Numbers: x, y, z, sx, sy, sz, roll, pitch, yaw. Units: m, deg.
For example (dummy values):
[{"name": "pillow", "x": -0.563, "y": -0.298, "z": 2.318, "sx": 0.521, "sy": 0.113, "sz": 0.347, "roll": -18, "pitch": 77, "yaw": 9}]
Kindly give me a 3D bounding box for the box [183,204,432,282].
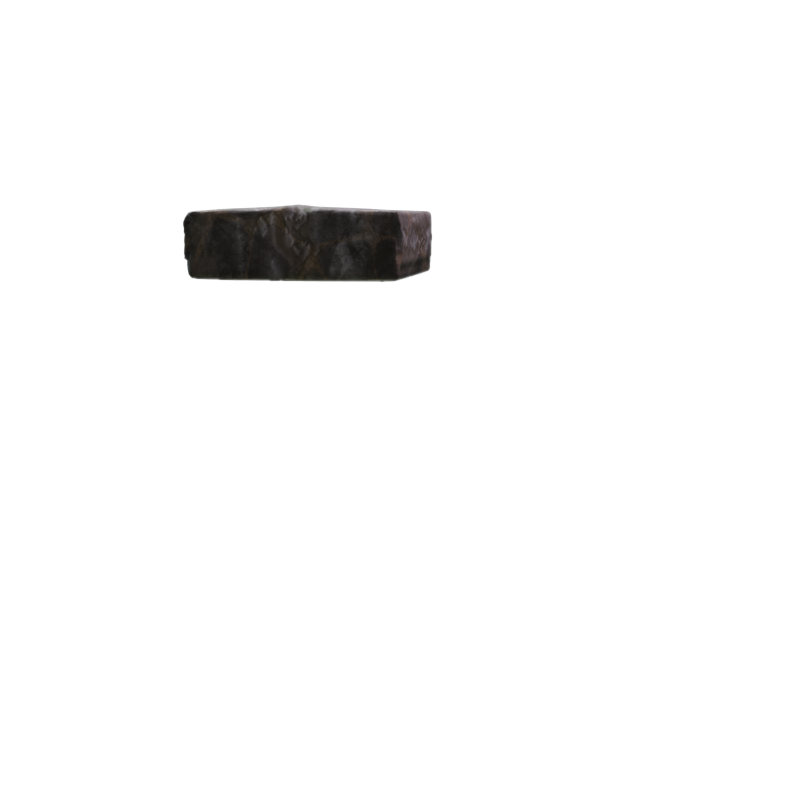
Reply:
[{"name": "box", "x": -0.037, "y": -0.066, "z": 0.465, "sx": 0.091, "sy": 0.030, "sz": 0.072, "roll": 2, "pitch": 8, "yaw": 14}]
